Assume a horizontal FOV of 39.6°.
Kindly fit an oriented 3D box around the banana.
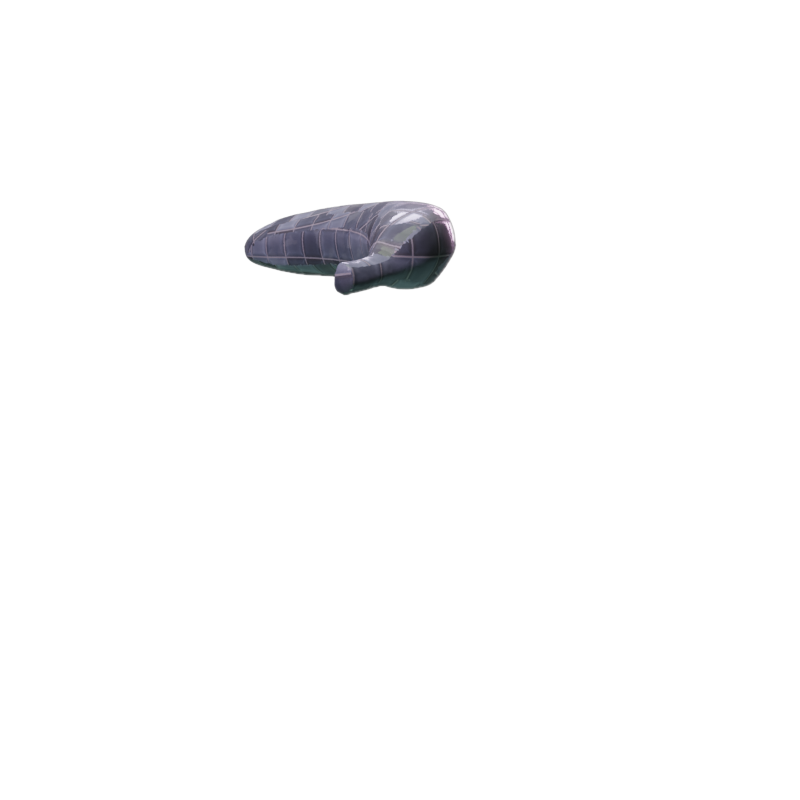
[{"bbox_3d":[-0.021,-0.073,0.509,0.068,0.036,0.204,-2,9,-17],"label":"banana"}]
